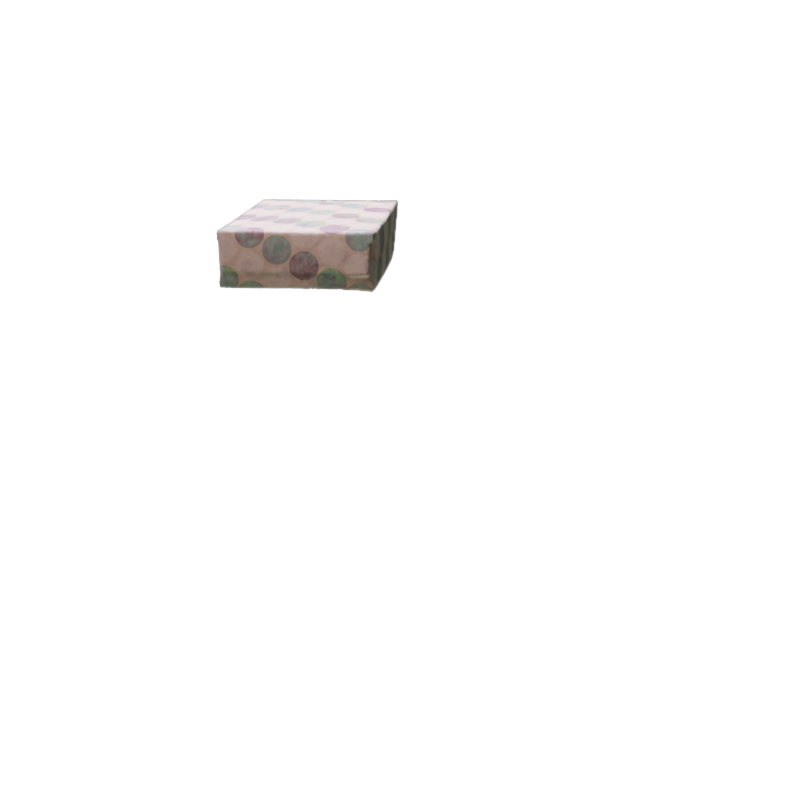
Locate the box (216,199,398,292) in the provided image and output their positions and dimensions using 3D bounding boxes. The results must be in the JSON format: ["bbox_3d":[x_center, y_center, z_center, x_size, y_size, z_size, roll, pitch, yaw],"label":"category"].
[{"bbox_3d":[-0.052,-0.095,0.662,0.091,0.038,0.116,2,17,8],"label":"box"}]
